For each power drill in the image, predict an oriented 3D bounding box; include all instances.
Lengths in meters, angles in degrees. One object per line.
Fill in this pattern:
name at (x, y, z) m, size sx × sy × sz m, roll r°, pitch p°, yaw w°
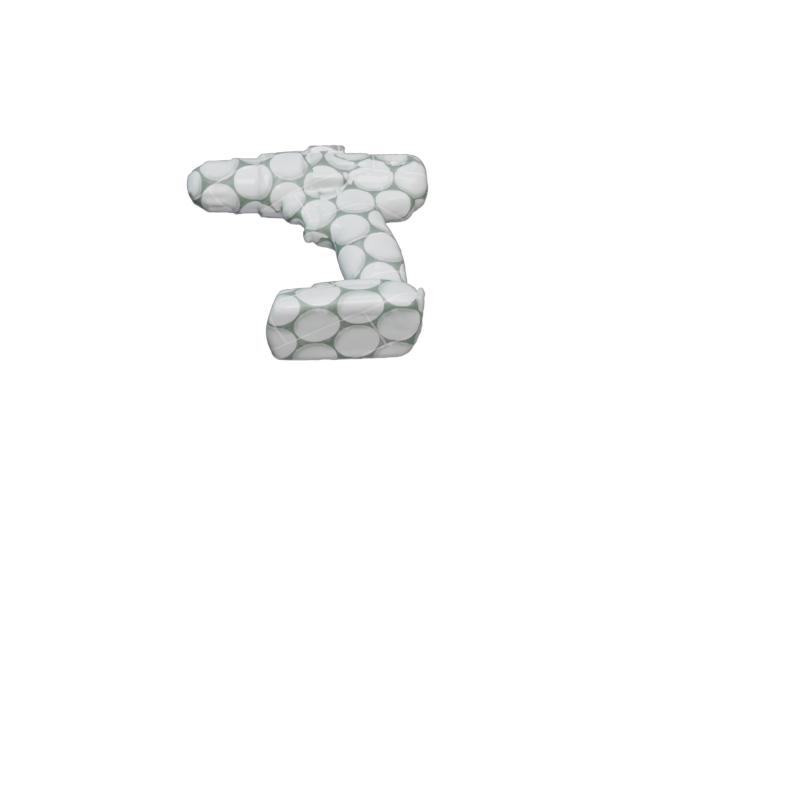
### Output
power drill at (-0.063, -0.114, 0.800) m, size 0.183 × 0.202 × 0.053 m, roll -4°, pitch -43°, yaw -4°
